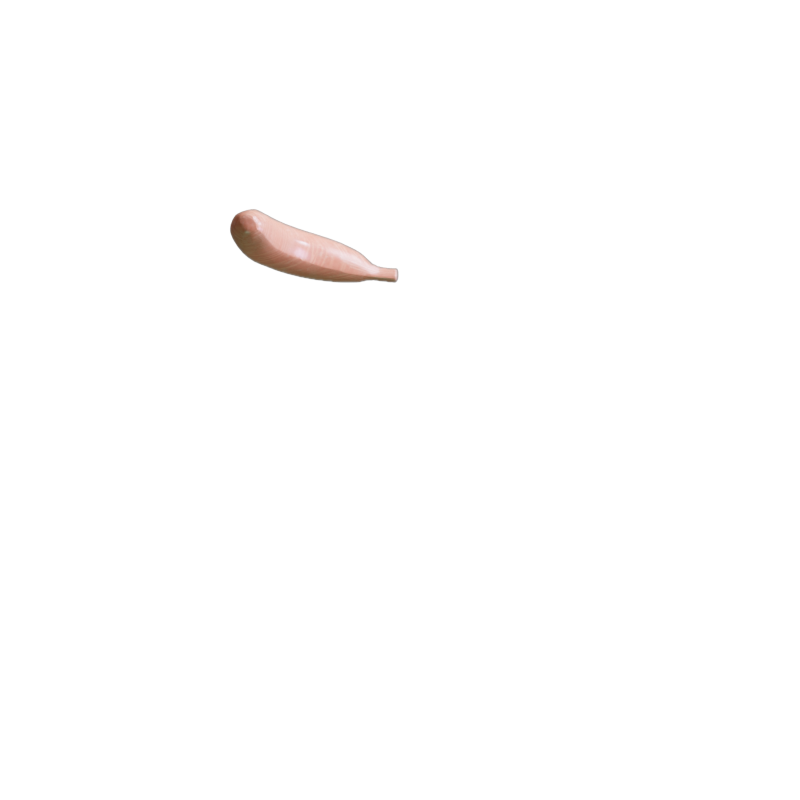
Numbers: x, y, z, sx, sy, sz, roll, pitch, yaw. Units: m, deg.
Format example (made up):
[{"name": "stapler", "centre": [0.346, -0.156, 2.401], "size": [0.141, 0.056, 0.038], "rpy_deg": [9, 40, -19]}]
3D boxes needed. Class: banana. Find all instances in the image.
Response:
[{"name": "banana", "centre": [-0.082, -0.124, 0.890], "size": [0.071, 0.038, 0.187], "rpy_deg": [-6, -9, 36]}]
